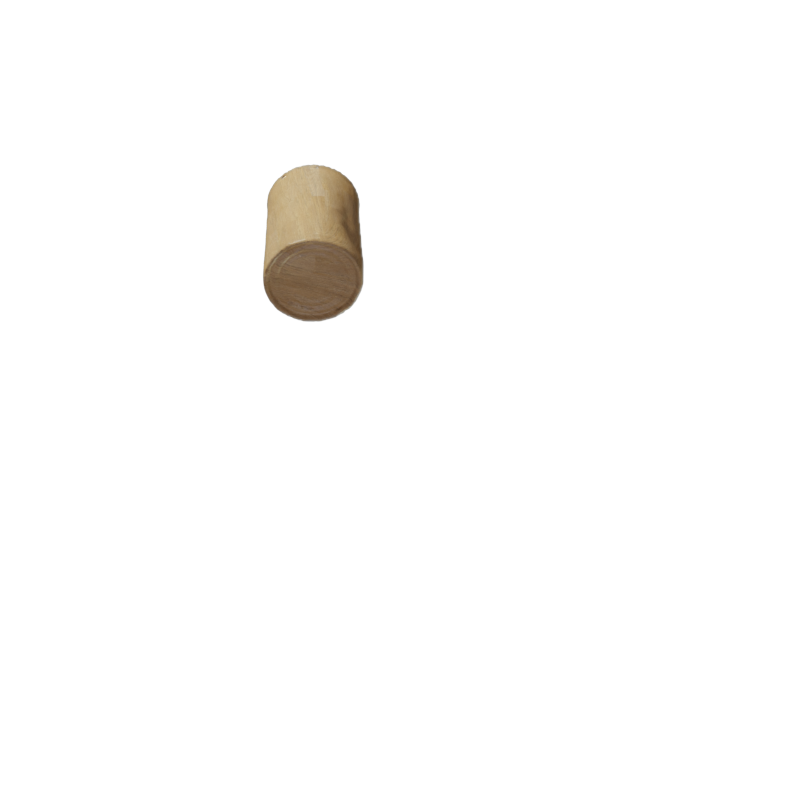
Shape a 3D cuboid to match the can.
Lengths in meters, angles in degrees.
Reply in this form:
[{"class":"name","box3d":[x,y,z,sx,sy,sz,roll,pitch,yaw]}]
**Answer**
[{"class":"can","box3d":[-0.060,-0.110,0.770,0.068,0.064,0.109,-1,37,-3]}]
